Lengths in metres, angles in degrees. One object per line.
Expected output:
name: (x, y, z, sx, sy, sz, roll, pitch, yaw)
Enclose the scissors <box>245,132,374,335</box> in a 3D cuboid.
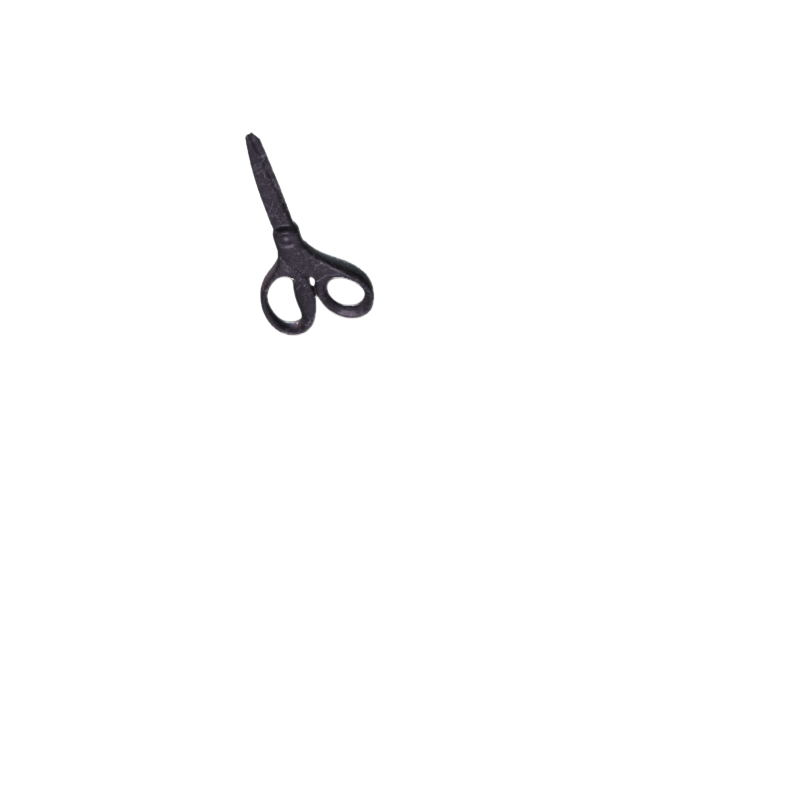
scissors: (-0.063, -0.115, 0.804, 0.096, 0.017, 0.189, 3, -39, -4)
